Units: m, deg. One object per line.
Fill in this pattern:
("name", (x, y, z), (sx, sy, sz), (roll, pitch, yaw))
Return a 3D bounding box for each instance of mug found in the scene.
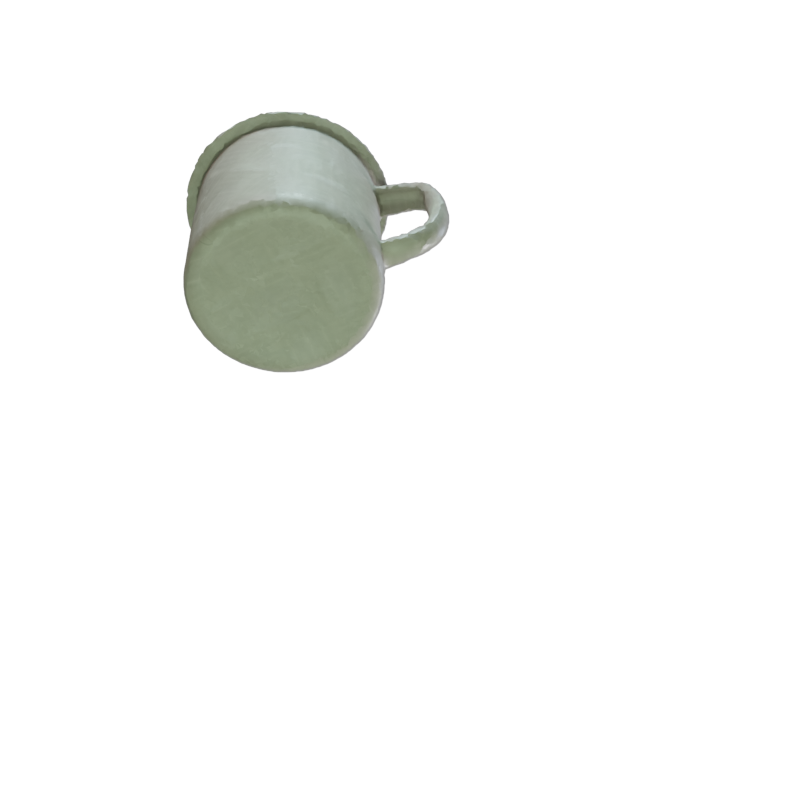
("mug", (-0.037, -0.068, 0.474), (0.117, 0.087, 0.087), (-8, 31, 3))
